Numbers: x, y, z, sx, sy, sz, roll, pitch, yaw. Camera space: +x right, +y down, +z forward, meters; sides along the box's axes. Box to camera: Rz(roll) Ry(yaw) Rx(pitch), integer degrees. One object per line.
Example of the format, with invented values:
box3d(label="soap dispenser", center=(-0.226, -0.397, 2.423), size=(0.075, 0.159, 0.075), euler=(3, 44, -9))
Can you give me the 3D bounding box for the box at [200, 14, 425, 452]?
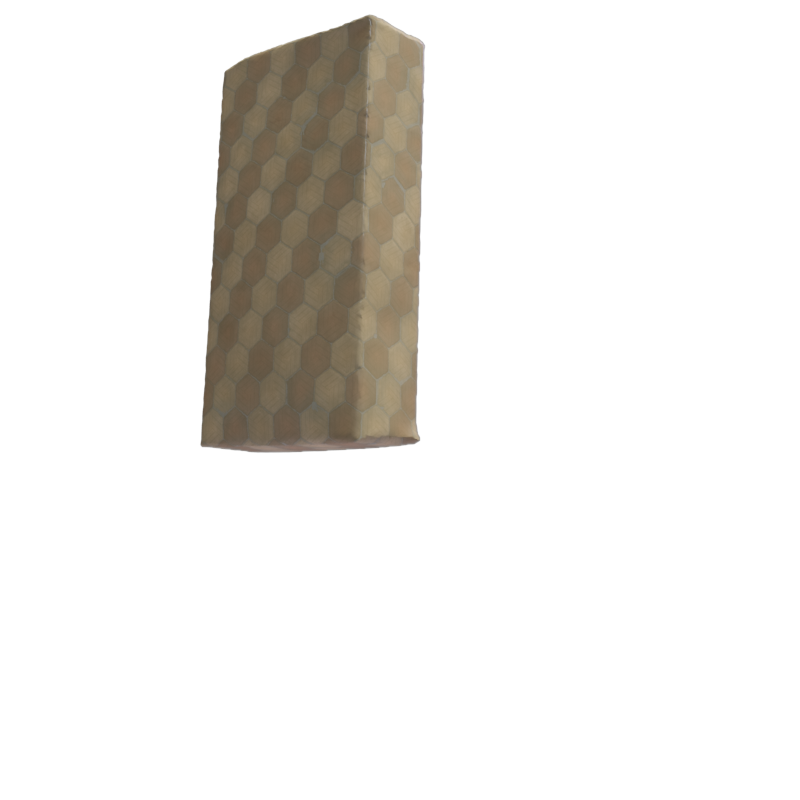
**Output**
box3d(label="box", center=(-0.038, -0.068, 0.477), size=(0.096, 0.182, 0.045), euler=(-10, -15, 39))
